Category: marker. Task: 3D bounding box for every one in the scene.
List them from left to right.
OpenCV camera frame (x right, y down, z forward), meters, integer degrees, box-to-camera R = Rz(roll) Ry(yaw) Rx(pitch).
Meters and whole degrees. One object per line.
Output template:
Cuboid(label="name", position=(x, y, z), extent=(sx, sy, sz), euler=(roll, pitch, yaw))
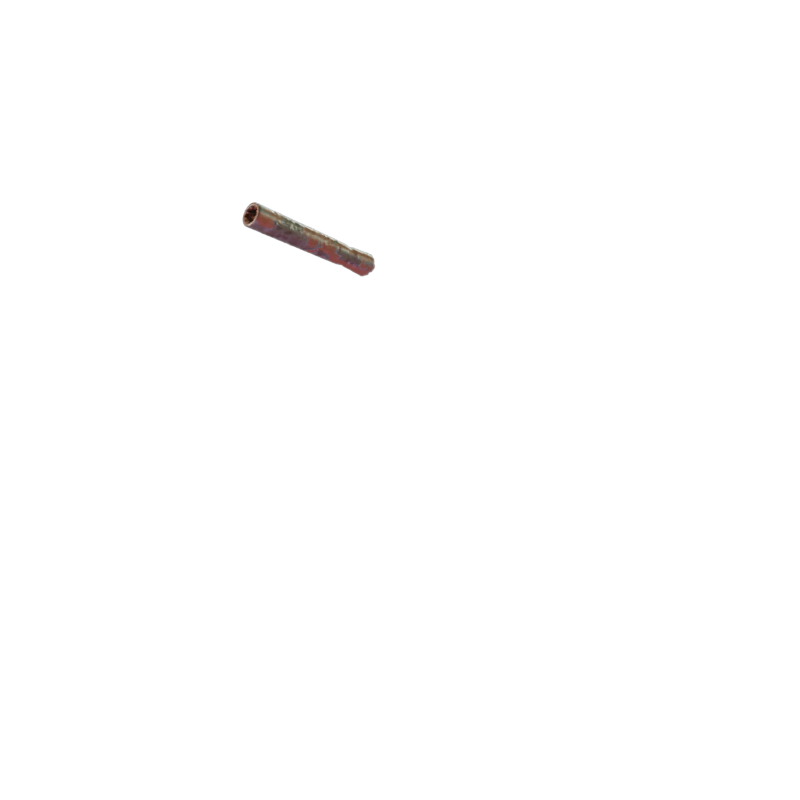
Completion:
Cuboid(label="marker", position=(-0.064, -0.117, 0.821), extent=(0.114, 0.020, 0.021), euler=(19, -9, -39))
